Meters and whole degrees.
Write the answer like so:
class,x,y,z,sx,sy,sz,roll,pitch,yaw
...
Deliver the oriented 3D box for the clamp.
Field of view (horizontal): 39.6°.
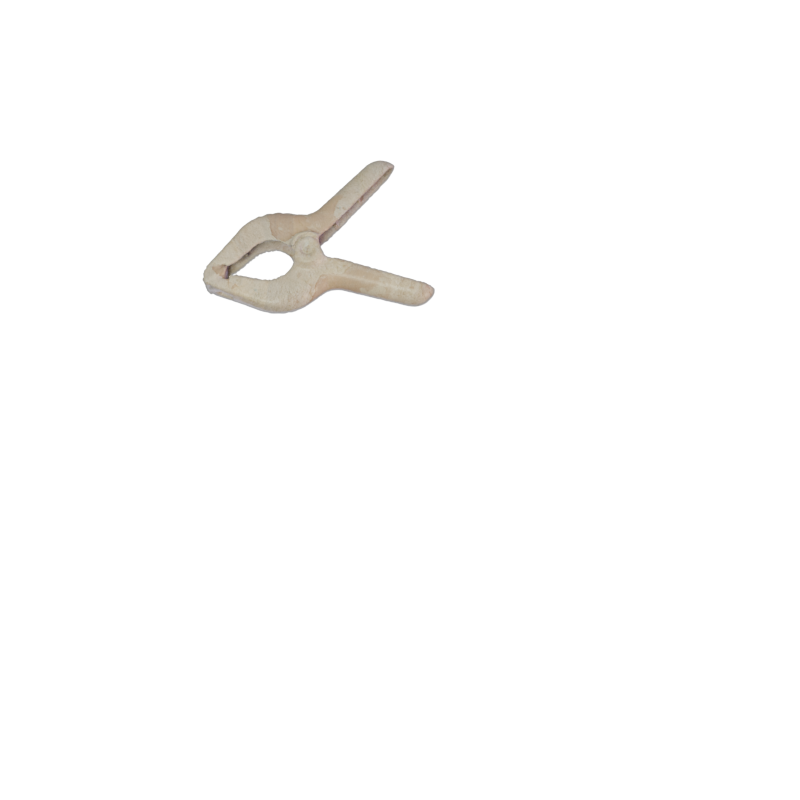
class,x,y,z,sx,sy,sz,roll,pitch,yaw
clamp,-0.066,-0.121,0.846,0.171,0.128,0.037,-6,-26,-3
